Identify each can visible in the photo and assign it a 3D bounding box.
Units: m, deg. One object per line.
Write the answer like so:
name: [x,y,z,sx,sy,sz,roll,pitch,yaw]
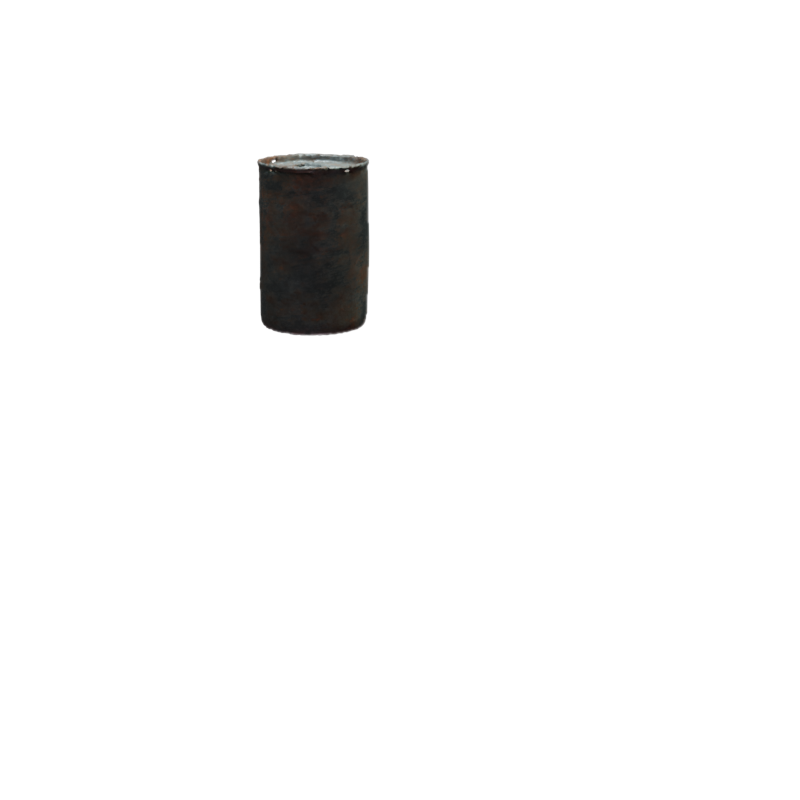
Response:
can: [-0.053,-0.097,0.682,0.068,0.099,0.071,0,14,-2]
